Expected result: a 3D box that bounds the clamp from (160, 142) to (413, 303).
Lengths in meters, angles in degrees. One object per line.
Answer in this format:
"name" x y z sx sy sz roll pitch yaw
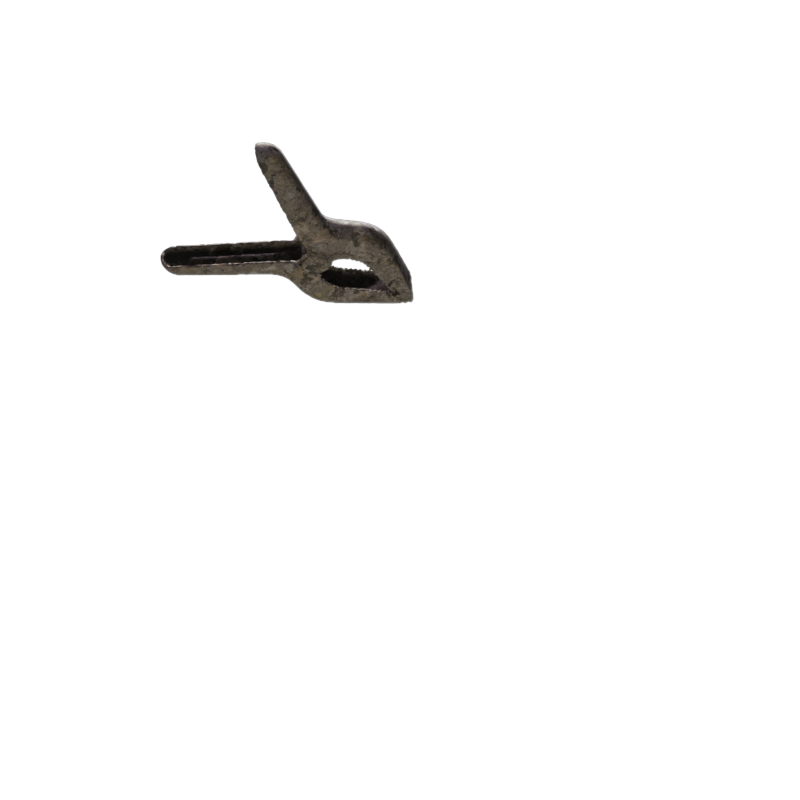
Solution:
"clamp" -0.071 -0.130 0.907 0.202 0.039 0.160 16 -37 -23
